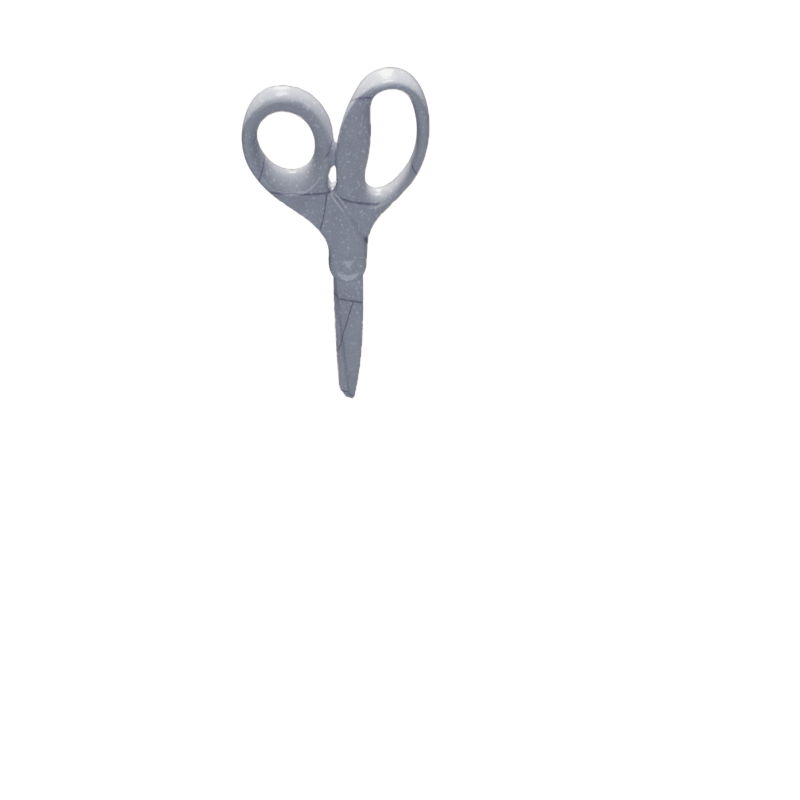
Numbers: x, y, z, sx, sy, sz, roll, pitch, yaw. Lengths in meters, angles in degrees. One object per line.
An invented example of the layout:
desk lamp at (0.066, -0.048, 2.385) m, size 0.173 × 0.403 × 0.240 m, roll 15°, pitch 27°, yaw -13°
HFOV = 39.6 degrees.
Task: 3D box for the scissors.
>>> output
scissors at (-0.043, -0.079, 0.554) m, size 0.094 × 0.191 × 0.017 m, roll 13°, pitch 39°, yaw -11°
